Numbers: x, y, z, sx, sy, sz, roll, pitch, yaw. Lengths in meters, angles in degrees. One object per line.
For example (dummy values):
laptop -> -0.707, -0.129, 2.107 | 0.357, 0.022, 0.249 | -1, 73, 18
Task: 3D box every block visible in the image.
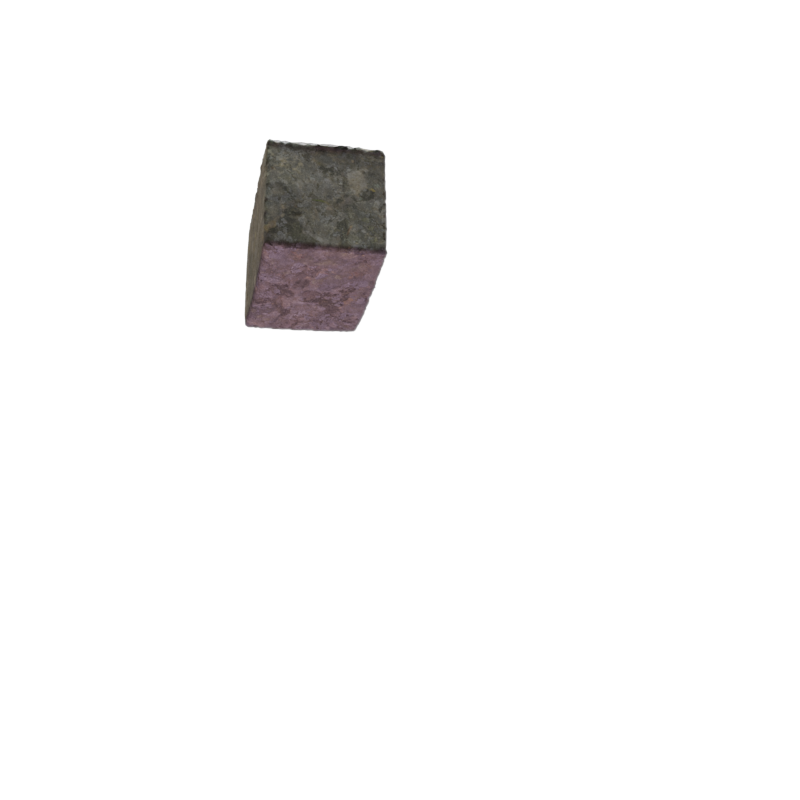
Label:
block -> -0.038, -0.070, 0.487 | 0.052, 0.054, 0.075 | 4, -26, -11
